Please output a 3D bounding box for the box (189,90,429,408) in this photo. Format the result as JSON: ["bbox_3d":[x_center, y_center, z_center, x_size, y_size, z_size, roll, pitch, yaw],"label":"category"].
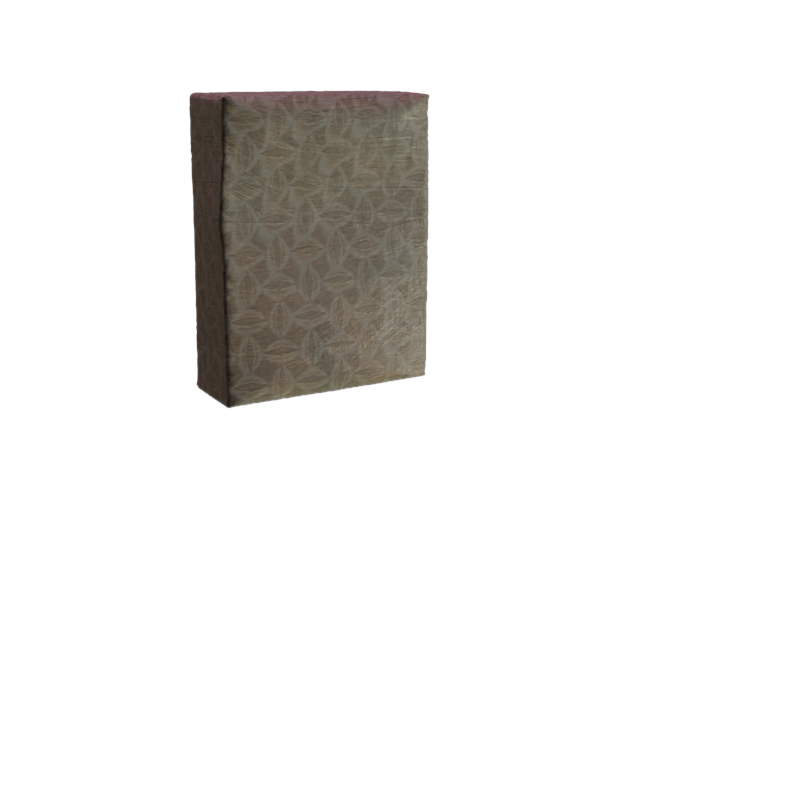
[{"bbox_3d":[-0.062,-0.114,0.797,0.160,0.209,0.075,-6,12,-28],"label":"box"}]
